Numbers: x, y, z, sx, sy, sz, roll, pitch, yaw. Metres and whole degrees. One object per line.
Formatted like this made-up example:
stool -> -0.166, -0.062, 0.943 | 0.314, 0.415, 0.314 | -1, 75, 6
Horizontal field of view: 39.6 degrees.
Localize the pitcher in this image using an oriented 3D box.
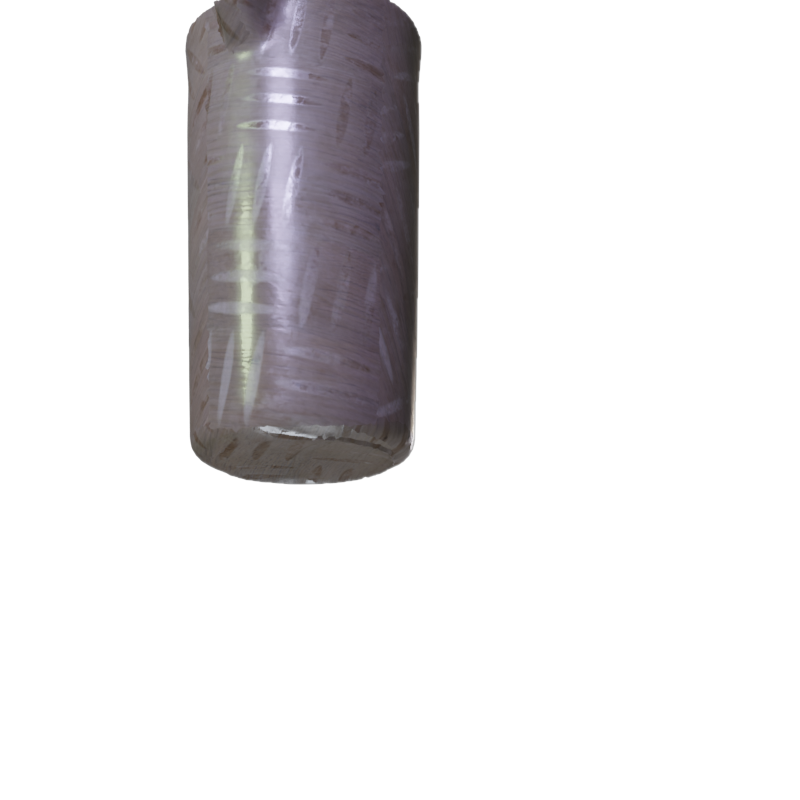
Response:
pitcher -> -0.046, -0.084, 0.587 | 0.145, 0.256, 0.142 | 8, -24, -21
